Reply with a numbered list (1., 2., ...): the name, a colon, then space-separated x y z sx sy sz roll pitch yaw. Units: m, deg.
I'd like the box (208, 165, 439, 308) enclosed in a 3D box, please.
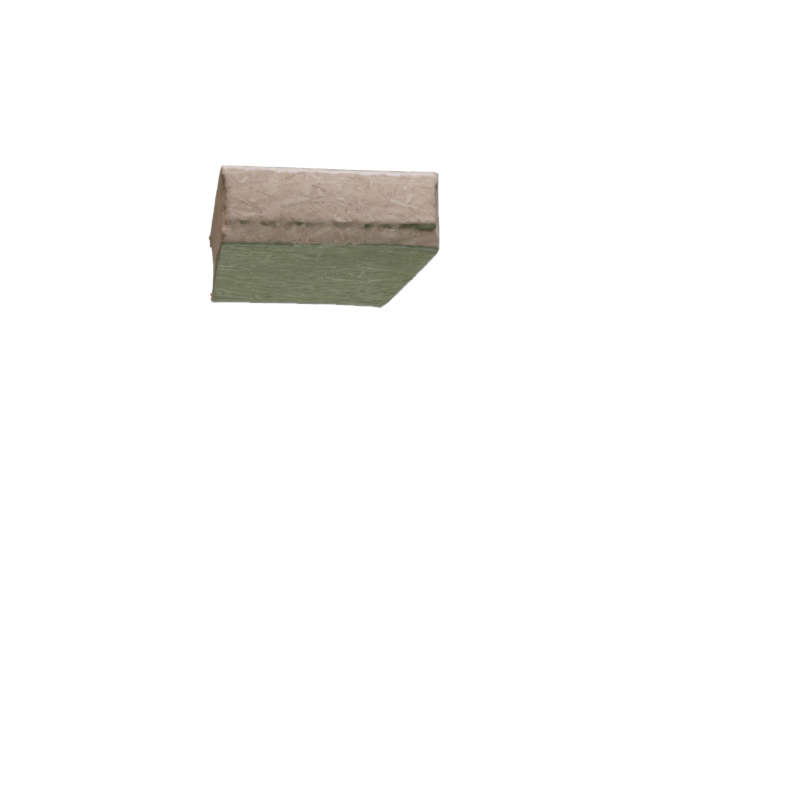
1. box: -0.038 -0.070 0.493 0.089 0.040 0.111 2 -10 -11
